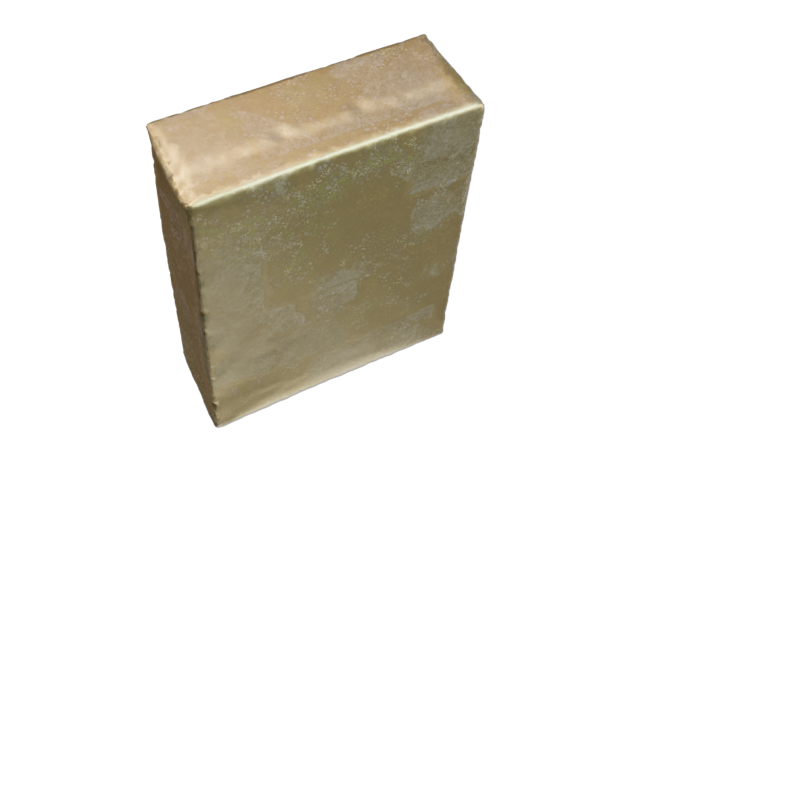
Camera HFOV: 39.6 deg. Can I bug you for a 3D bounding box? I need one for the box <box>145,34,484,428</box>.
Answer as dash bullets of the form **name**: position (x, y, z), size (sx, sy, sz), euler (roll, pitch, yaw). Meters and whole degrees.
- **box**: position (-0.050, -0.091, 0.637), size (0.163, 0.077, 0.200), euler (-22, -29, -17)
